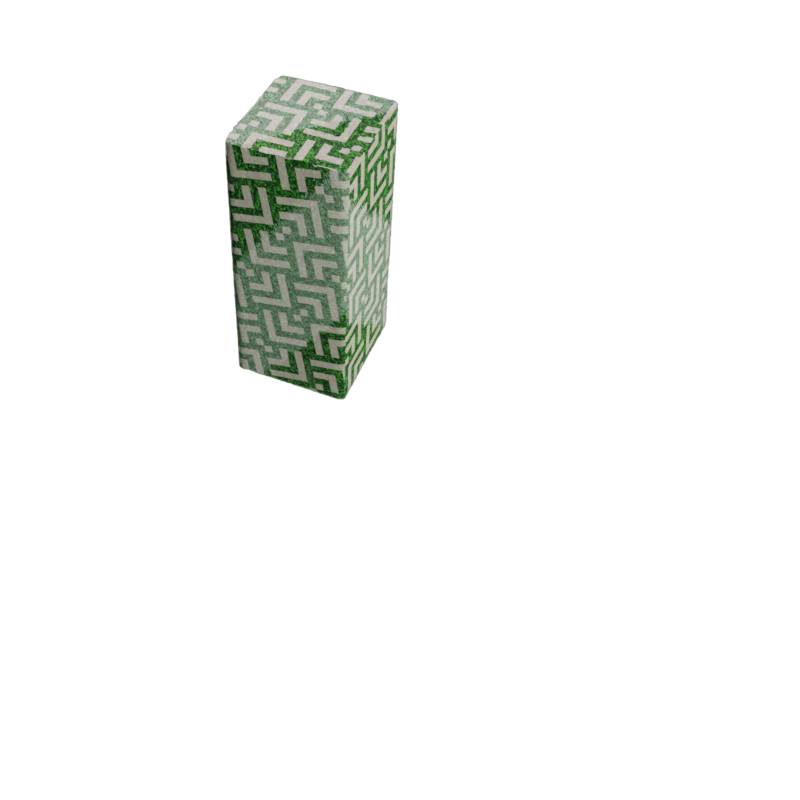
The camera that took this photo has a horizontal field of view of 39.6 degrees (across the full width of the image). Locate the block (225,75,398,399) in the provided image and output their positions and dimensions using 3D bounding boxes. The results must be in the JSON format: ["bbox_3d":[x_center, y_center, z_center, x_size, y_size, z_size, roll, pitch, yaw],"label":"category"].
[{"bbox_3d":[-0.062,-0.112,0.785,0.093,0.192,0.094,17,46,13],"label":"block"}]
